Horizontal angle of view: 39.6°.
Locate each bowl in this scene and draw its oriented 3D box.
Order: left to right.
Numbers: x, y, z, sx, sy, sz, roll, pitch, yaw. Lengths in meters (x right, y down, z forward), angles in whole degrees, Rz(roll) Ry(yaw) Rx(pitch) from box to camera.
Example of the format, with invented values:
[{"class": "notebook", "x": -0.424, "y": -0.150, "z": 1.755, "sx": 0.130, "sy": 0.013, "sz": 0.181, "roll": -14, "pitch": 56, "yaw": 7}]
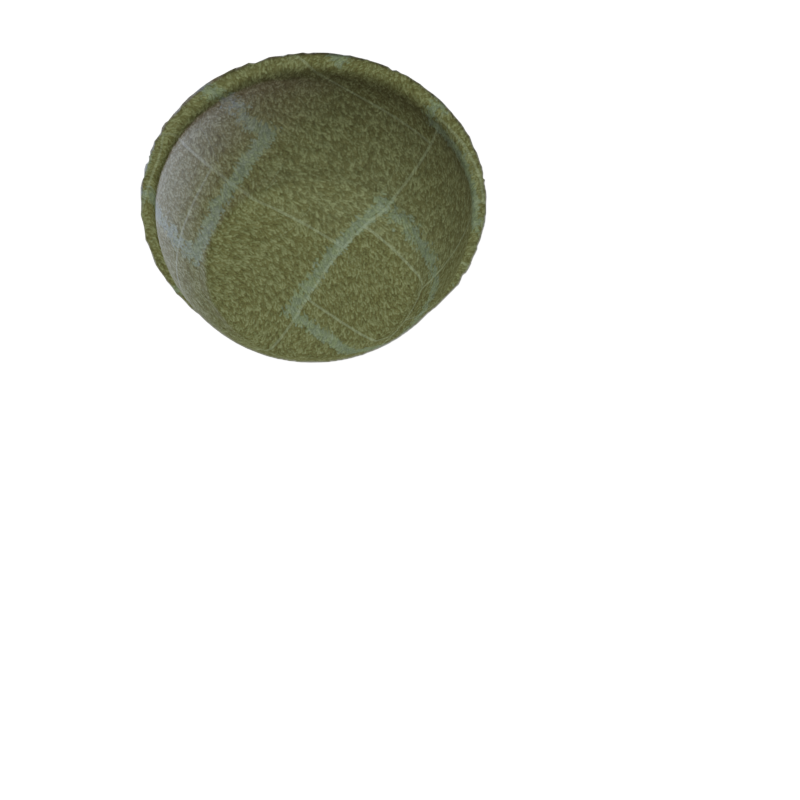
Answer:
[{"class": "bowl", "x": -0.039, "y": -0.071, "z": 0.498, "sx": 0.162, "sy": 0.152, "sz": 0.059, "roll": 1, "pitch": 35, "yaw": -1}]
